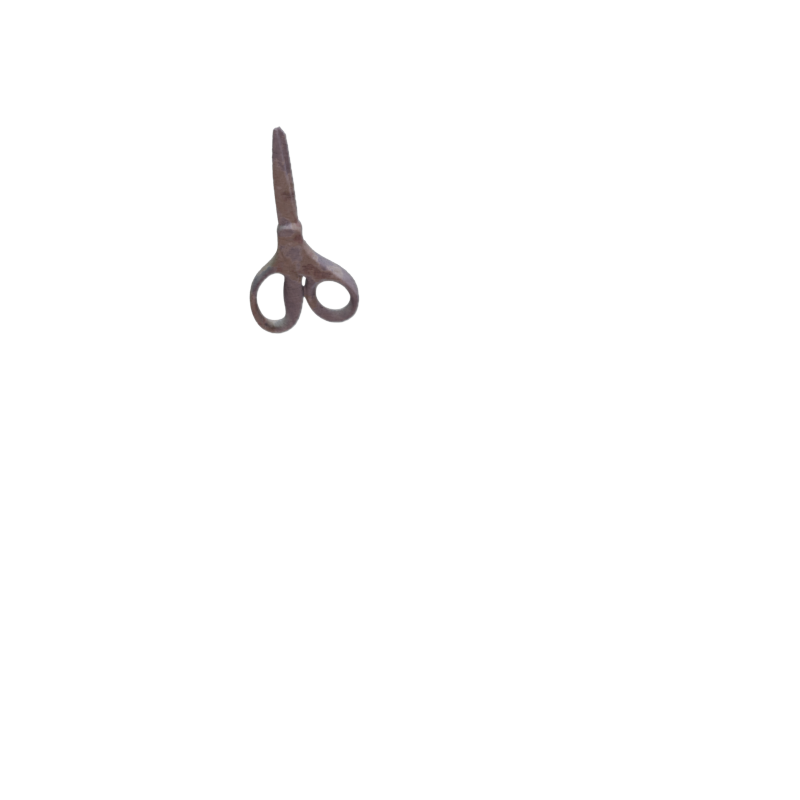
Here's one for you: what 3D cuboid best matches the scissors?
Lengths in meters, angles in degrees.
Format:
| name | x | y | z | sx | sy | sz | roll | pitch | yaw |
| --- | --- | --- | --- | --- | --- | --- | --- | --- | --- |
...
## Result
| name | x | y | z | sx | sy | sz | roll | pitch | yaw |
| --- | --- | --- | --- | --- | --- | --- | --- | --- | --- |
| scissors | -0.066 | -0.120 | 0.843 | 0.095 | 0.017 | 0.191 | 10 | -44 | -10 |
